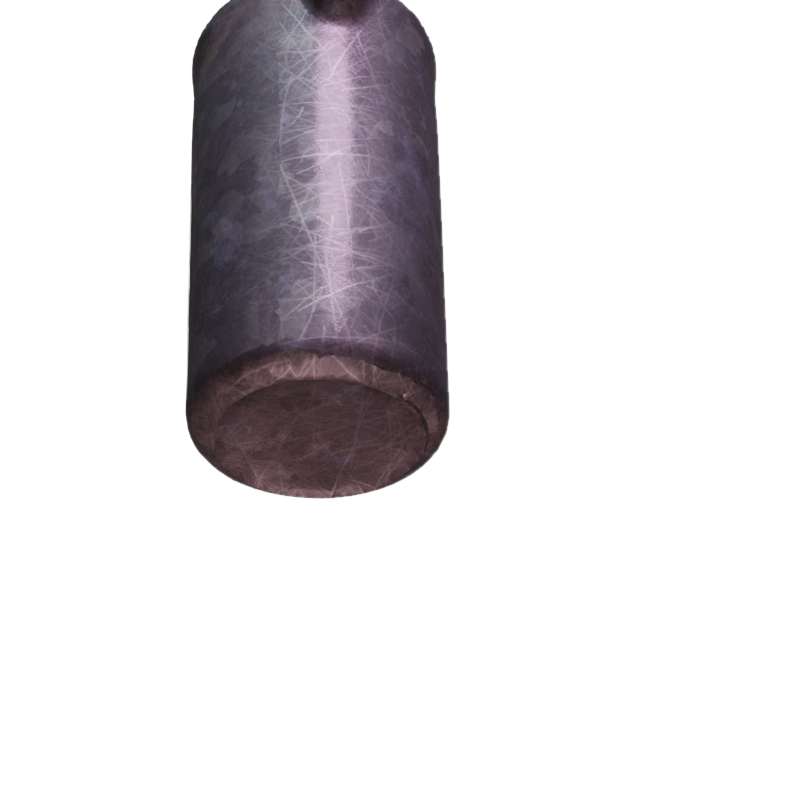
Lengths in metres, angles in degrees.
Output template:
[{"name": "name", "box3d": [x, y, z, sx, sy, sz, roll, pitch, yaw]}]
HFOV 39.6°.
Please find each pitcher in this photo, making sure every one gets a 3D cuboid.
[{"name": "pitcher", "box3d": [-0.042, -0.077, 0.536, 0.146, 0.261, 0.138, -23, -44, 23]}]
